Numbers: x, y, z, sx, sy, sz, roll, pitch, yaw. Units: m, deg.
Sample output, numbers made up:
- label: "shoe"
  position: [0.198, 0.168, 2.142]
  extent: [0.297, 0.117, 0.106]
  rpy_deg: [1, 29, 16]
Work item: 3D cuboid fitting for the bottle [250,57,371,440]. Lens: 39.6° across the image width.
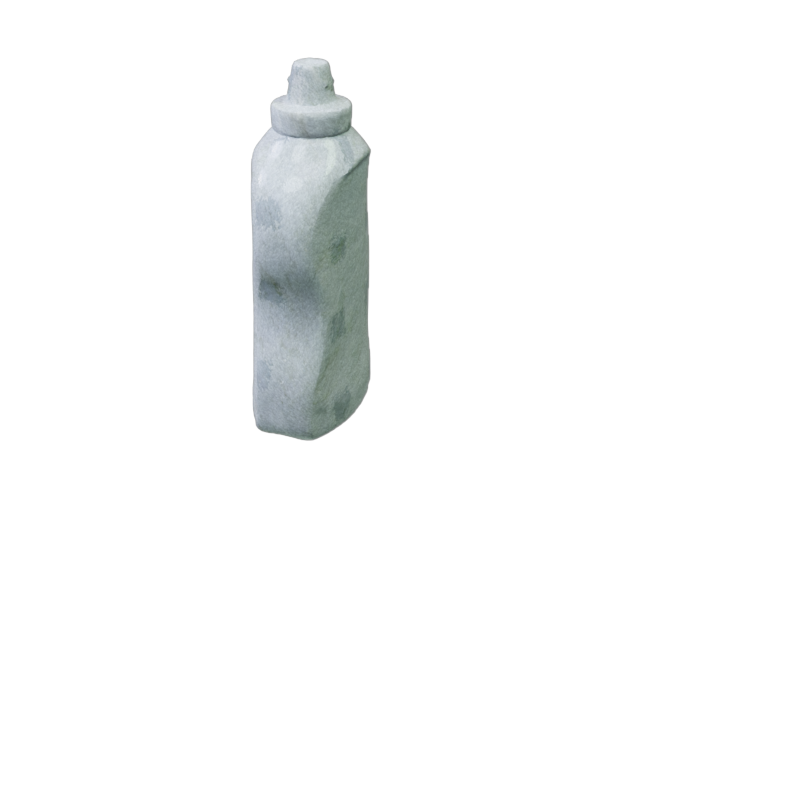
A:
- label: "bottle"
  position: [-0.046, -0.083, 0.580]
  extent: [0.060, 0.182, 0.098]
  rpy_deg: [10, 27, 17]
